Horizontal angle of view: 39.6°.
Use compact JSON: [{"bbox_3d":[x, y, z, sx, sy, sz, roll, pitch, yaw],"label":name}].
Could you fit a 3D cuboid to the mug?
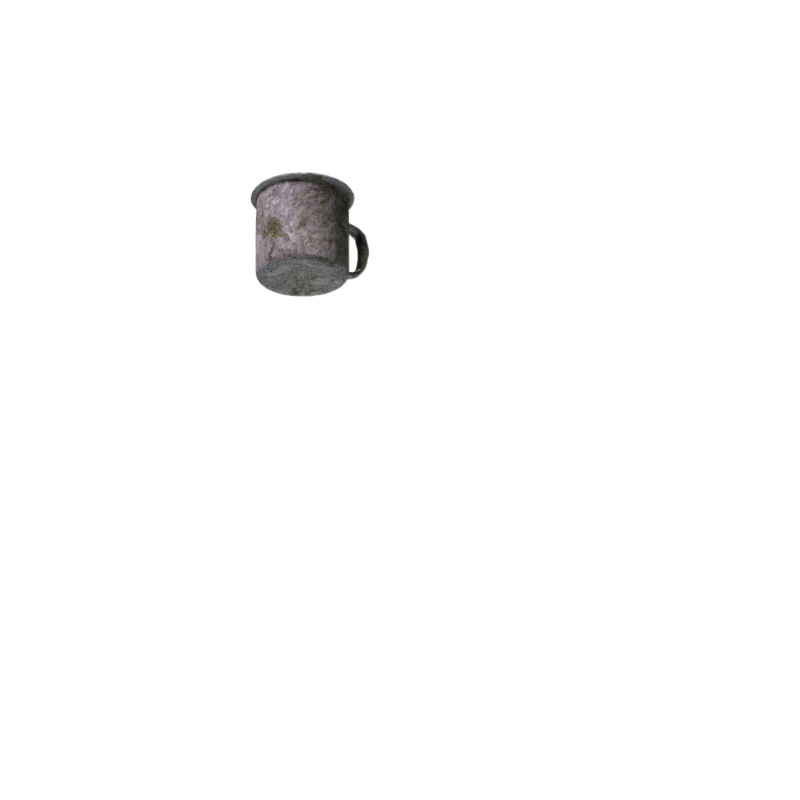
[{"bbox_3d":[-0.077,-0.140,0.979,0.111,0.086,0.093,16,-28,-37],"label":"mug"}]
